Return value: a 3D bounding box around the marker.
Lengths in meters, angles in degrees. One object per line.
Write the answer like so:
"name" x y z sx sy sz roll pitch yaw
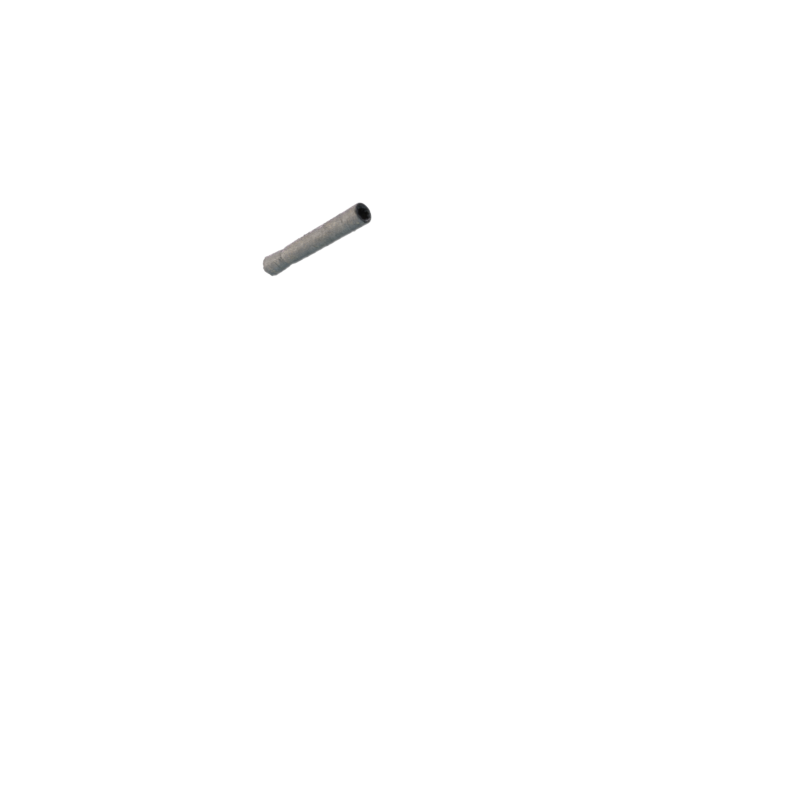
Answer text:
"marker" -0.073 -0.133 0.931 0.121 0.020 0.019 -23 -12 39
